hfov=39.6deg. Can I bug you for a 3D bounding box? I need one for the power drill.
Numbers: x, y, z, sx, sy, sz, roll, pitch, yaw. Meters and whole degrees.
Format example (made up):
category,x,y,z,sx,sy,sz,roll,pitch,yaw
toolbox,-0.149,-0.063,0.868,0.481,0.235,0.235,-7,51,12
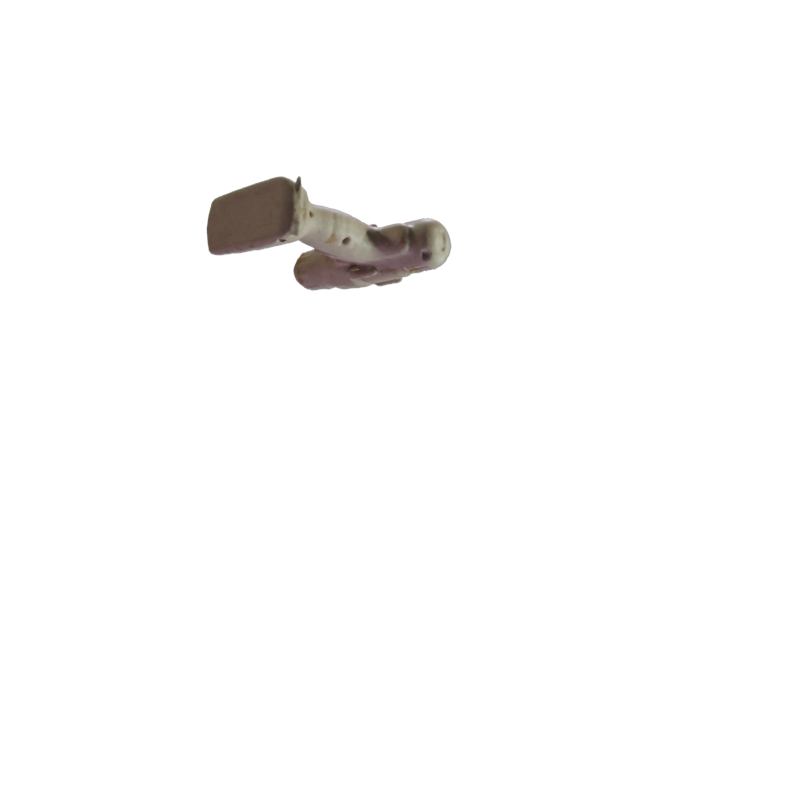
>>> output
category,x,y,z,sx,sy,sz,roll,pitch,yaw
power drill,-0.077,-0.141,0.988,0.189,0.059,0.178,-9,-12,44
